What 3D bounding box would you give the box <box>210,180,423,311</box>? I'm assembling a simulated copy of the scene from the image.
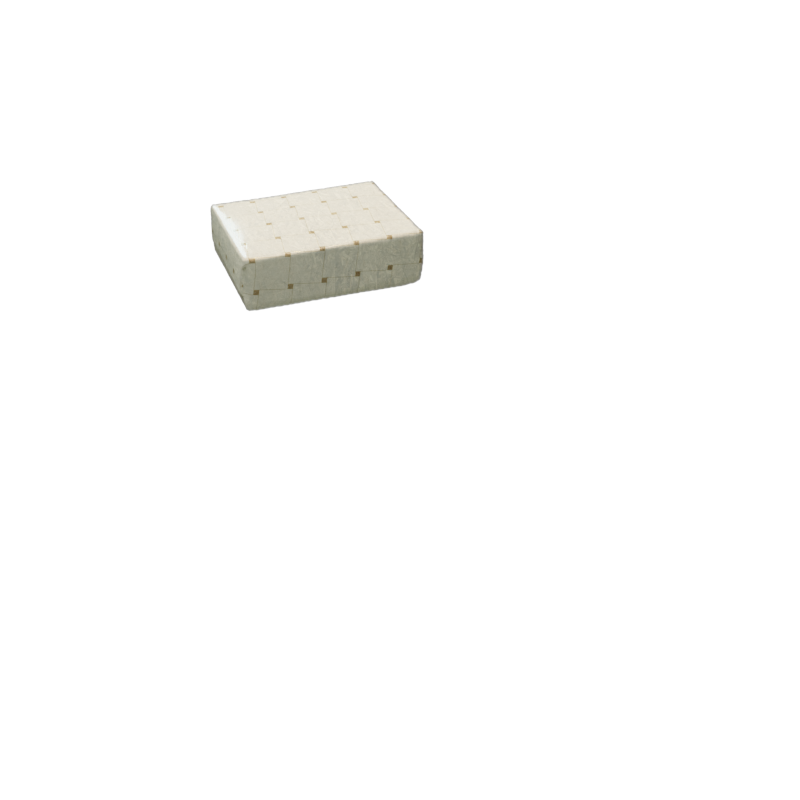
[{"bbox_3d":[-0.054,-0.098,0.684,0.112,0.037,0.097,-10,32,-16],"label":"box"}]
